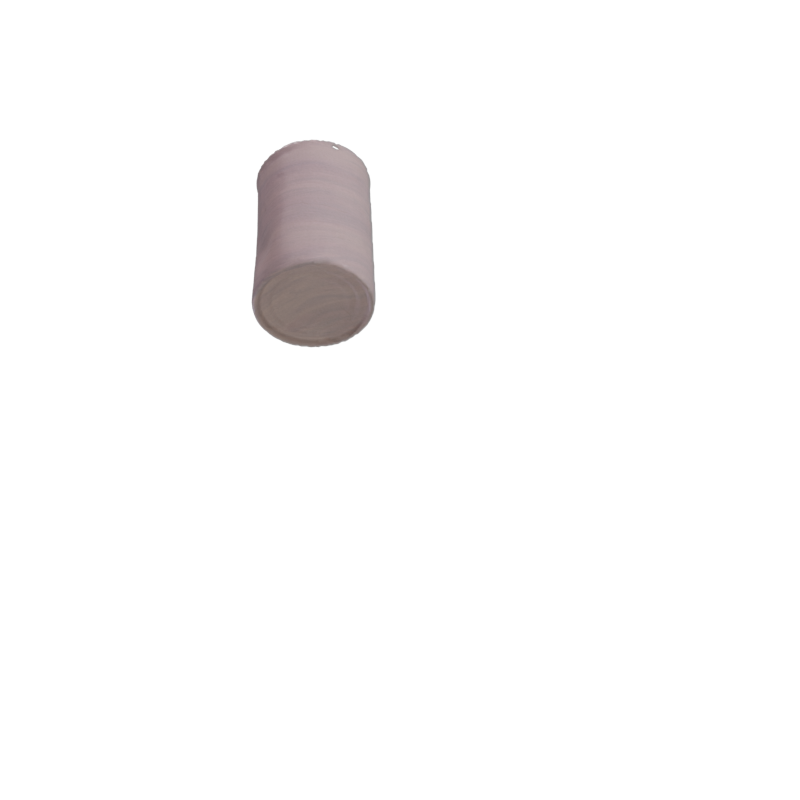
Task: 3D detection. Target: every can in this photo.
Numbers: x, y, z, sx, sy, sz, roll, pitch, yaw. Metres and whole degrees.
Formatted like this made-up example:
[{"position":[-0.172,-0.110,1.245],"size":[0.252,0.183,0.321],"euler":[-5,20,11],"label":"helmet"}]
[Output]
[{"position":[-0.049,-0.089,0.624],"size":[0.068,0.110,0.064],"euler":[-1,-43,-3],"label":"can"}]
